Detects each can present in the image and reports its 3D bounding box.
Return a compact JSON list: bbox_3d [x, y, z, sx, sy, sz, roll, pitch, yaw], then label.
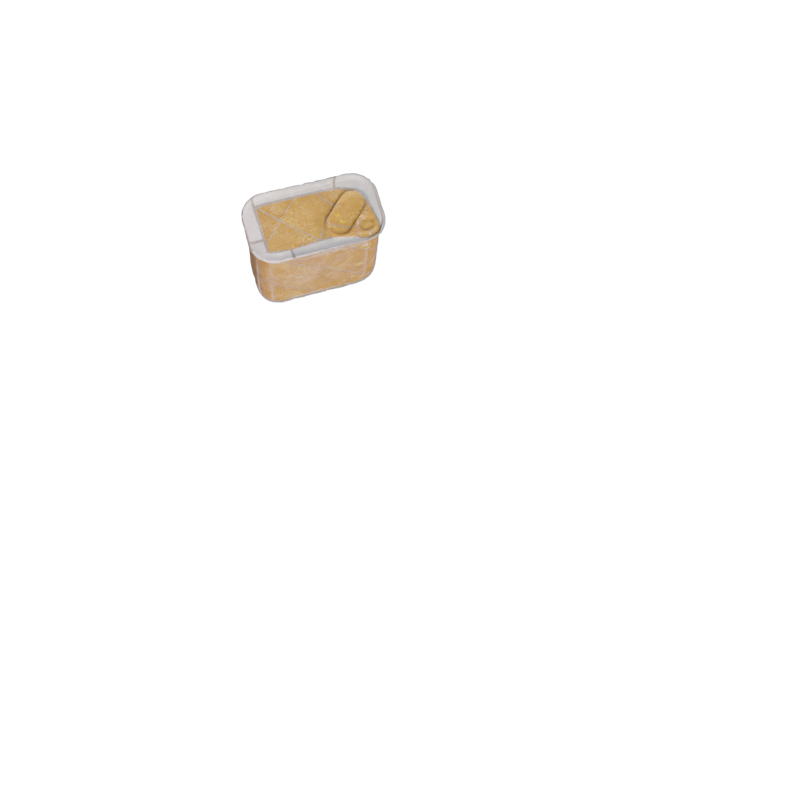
[{"bbox_3d":[-0.066,-0.120,0.839,0.101,0.061,0.080,-14,-20,-8],"label":"can"}]
